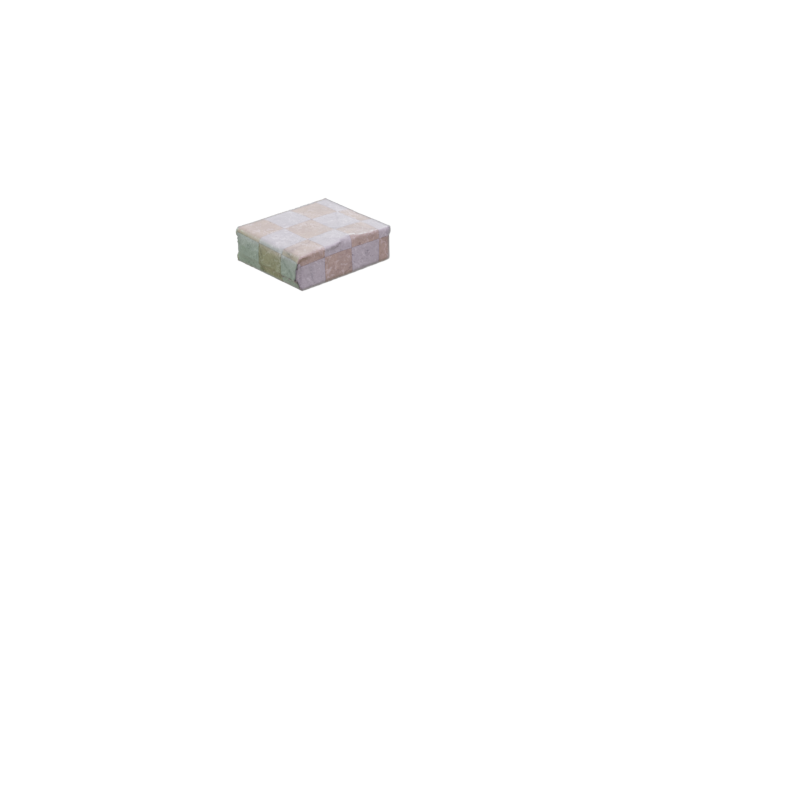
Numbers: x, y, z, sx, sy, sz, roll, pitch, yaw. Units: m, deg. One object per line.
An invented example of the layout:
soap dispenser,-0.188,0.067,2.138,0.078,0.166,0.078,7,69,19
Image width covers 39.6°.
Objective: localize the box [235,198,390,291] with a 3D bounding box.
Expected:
box,-0.063,-0.115,0.805,0.088,0.028,0.078,-24,37,-36
